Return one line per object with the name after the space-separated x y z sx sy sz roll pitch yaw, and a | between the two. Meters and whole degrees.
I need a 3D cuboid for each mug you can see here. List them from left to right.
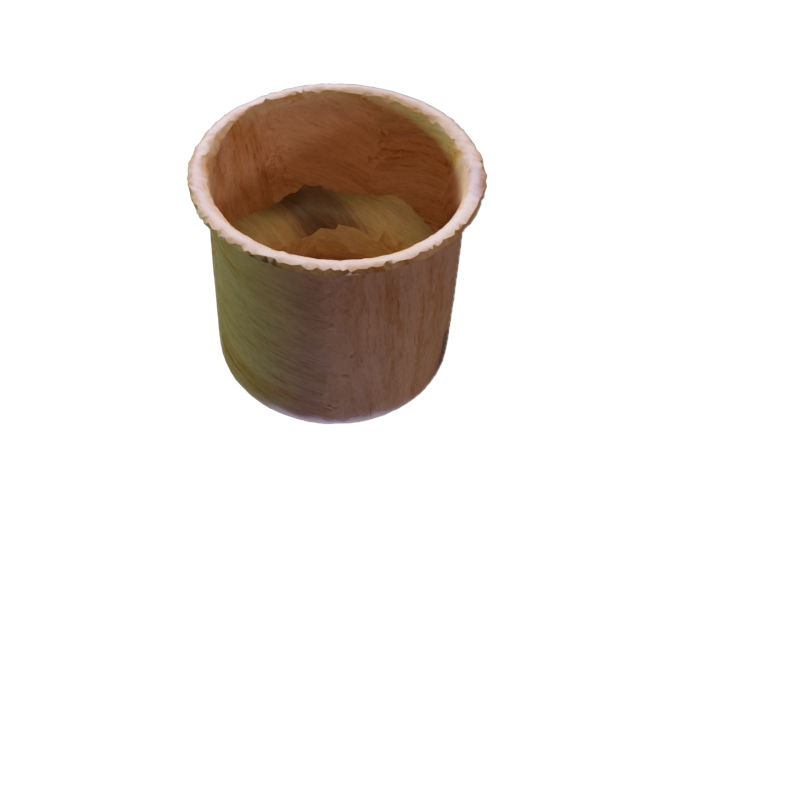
-0.030 -0.054 0.379 0.093 0.076 0.126 -30 54 -26 | mug
